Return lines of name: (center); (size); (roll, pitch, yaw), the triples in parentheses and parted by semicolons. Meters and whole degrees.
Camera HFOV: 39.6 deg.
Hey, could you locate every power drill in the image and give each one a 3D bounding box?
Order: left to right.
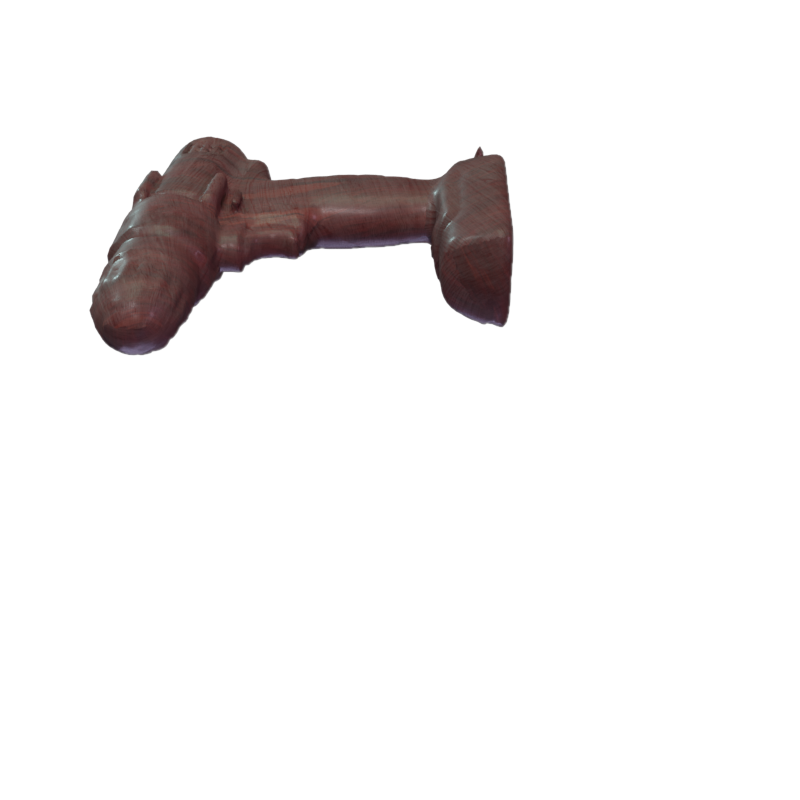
power drill: (-0.042, -0.076, 0.534); (0.189, 0.054, 0.195); (3, 34, 5)
